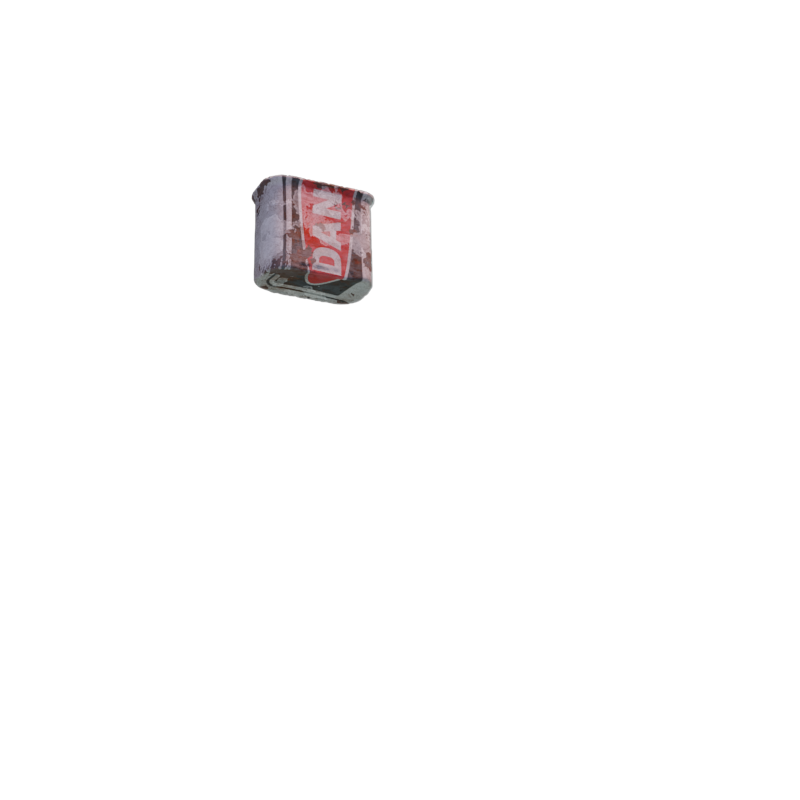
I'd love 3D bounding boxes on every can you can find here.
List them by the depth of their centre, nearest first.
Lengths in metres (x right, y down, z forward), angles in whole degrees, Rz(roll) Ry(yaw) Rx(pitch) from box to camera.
[{"bbox_3d":[-0.072,-0.132,0.921,0.098,0.088,0.056,9,-25,-23],"label":"can"}]
